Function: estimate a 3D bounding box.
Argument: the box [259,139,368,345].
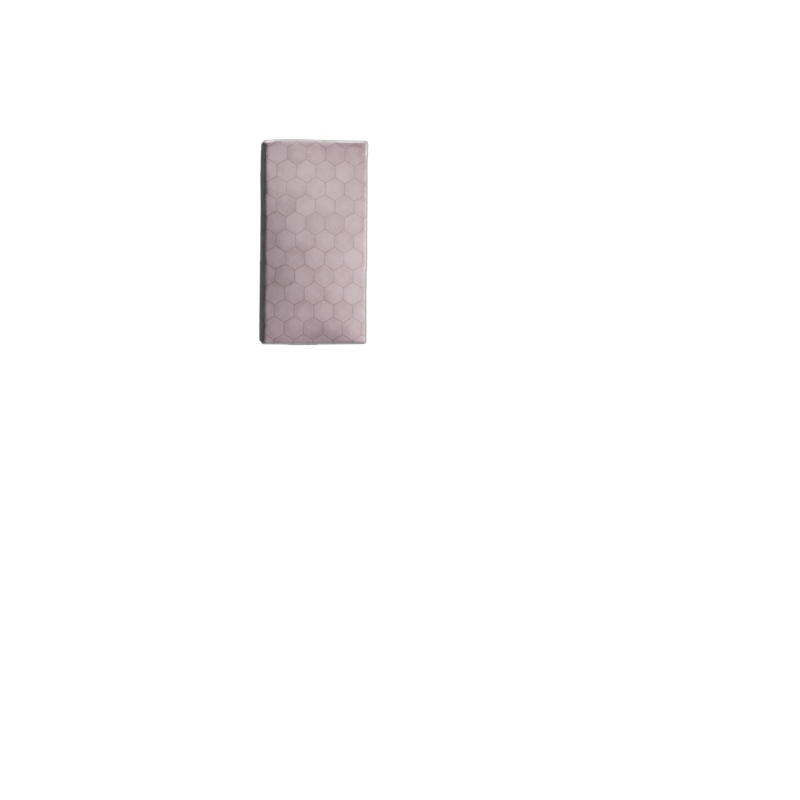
[{"bbox_3d":[-0.076,-0.138,0.964,0.092,0.175,0.049,0,2,-8],"label":"box"}]
